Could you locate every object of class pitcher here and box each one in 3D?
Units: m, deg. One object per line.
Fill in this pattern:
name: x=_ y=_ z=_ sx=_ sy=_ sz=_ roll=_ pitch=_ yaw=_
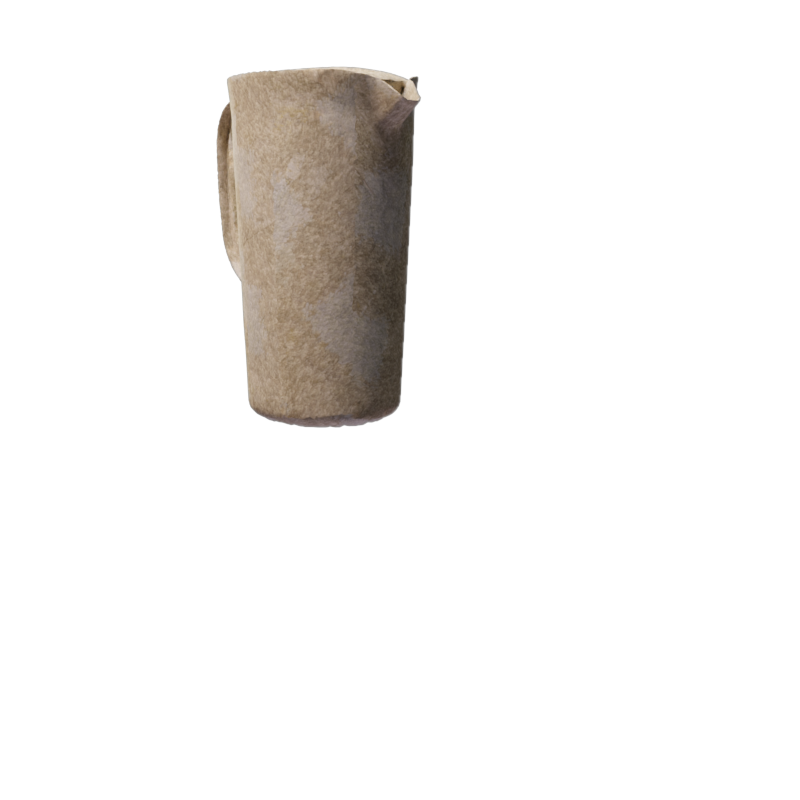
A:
pitcher: x=-0.061 y=-0.112 z=0.785 sx=0.144 sy=0.241 sz=0.151 roll=0 pitch=6 yaw=-3
